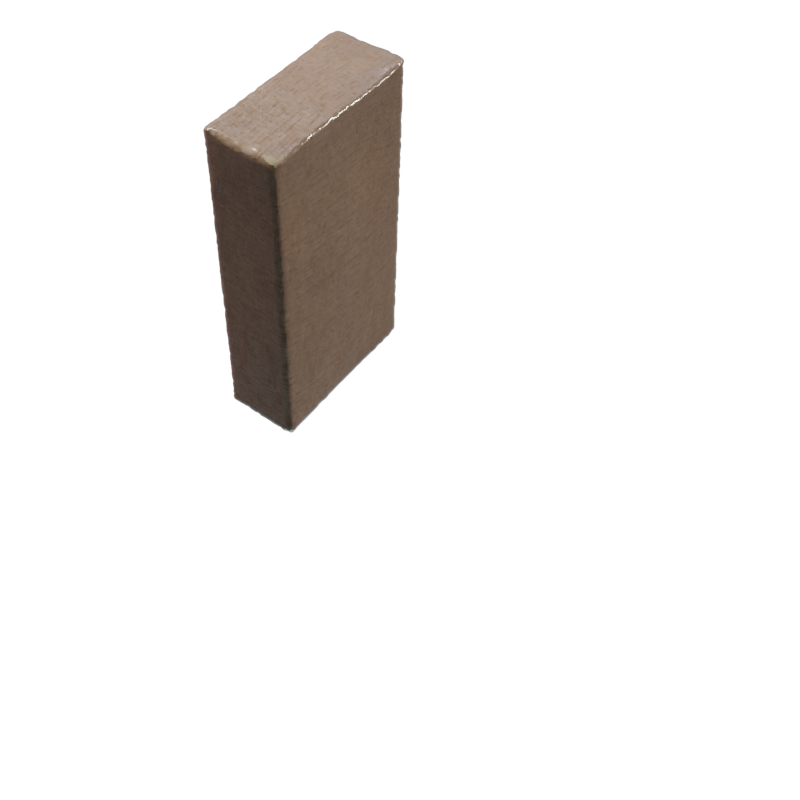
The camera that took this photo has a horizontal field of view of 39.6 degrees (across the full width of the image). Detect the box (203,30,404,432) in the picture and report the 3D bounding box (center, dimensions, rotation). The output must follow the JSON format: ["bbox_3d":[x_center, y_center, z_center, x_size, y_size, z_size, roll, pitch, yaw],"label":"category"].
[{"bbox_3d":[-0.041,-0.075,0.525,0.050,0.164,0.095,30,55,20],"label":"box"}]
